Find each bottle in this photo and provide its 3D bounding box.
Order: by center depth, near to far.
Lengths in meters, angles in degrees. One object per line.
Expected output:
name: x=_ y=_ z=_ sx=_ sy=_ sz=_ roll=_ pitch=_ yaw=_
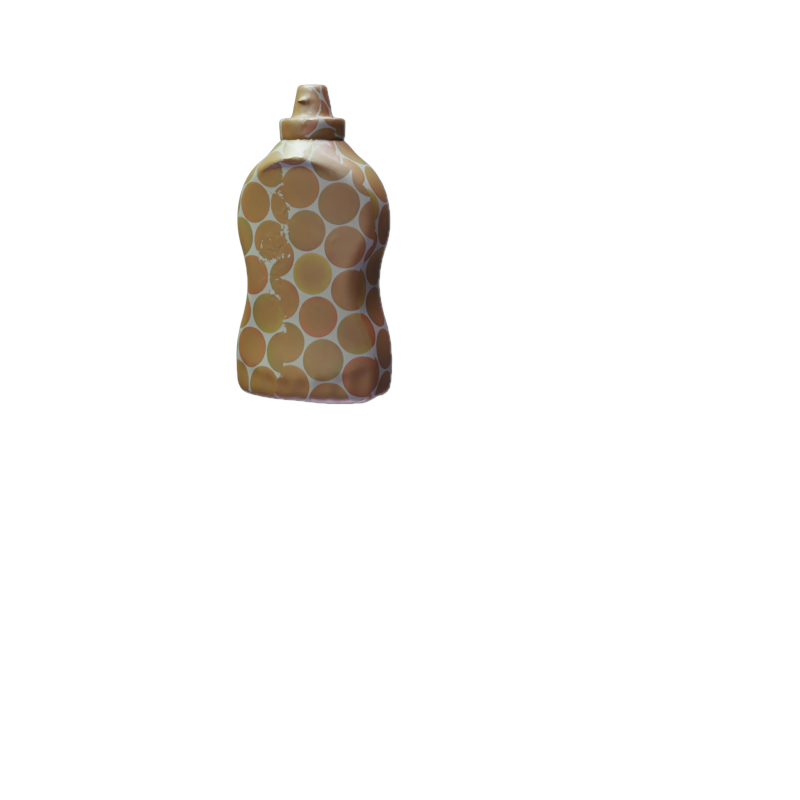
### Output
bottle: x=-0.054 y=-0.098 z=0.684 sx=0.099 sy=0.190 sz=0.057 roll=3 pitch=5 yaw=26
